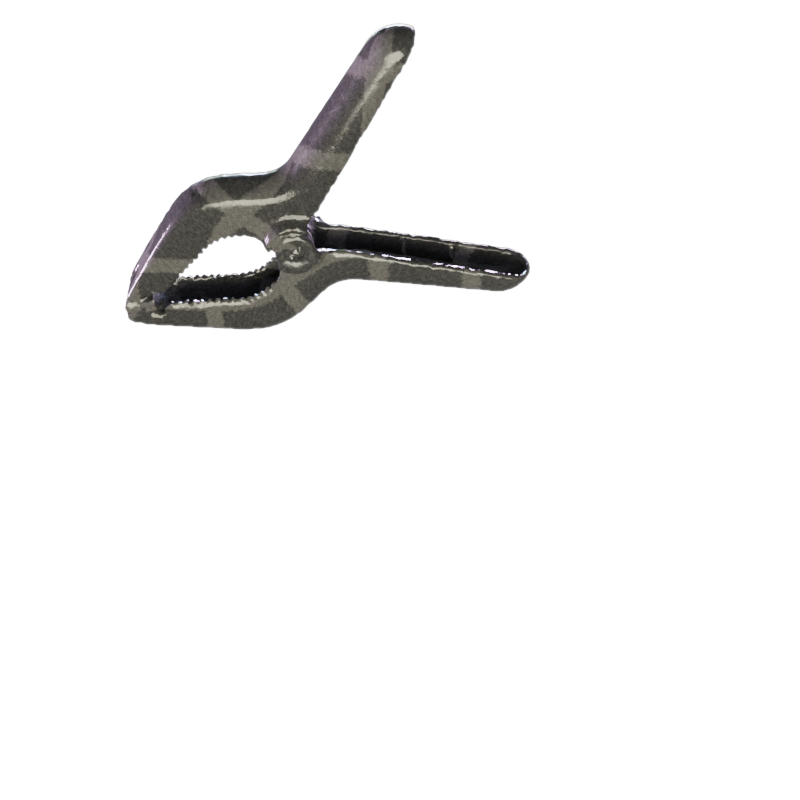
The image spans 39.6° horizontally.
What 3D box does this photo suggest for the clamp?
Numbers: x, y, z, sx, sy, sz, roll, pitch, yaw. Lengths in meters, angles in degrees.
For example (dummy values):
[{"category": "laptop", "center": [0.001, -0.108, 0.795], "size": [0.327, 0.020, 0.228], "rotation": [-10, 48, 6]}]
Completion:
[{"category": "clamp", "center": [-0.045, -0.083, 0.580], "size": [0.210, 0.153, 0.039], "rotation": [-26, 34, 19]}]
